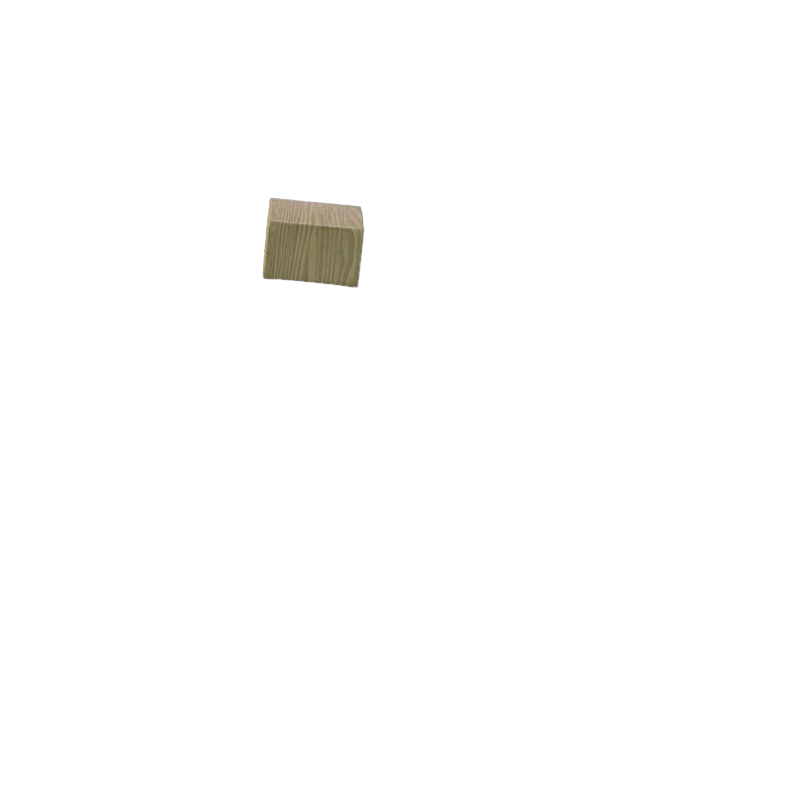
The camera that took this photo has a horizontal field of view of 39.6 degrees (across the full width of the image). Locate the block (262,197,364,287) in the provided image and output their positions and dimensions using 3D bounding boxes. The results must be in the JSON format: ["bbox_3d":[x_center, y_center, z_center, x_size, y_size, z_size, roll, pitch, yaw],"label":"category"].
[{"bbox_3d":[-0.070,-0.128,0.896,0.077,0.050,0.054,6,27,-4],"label":"block"}]
